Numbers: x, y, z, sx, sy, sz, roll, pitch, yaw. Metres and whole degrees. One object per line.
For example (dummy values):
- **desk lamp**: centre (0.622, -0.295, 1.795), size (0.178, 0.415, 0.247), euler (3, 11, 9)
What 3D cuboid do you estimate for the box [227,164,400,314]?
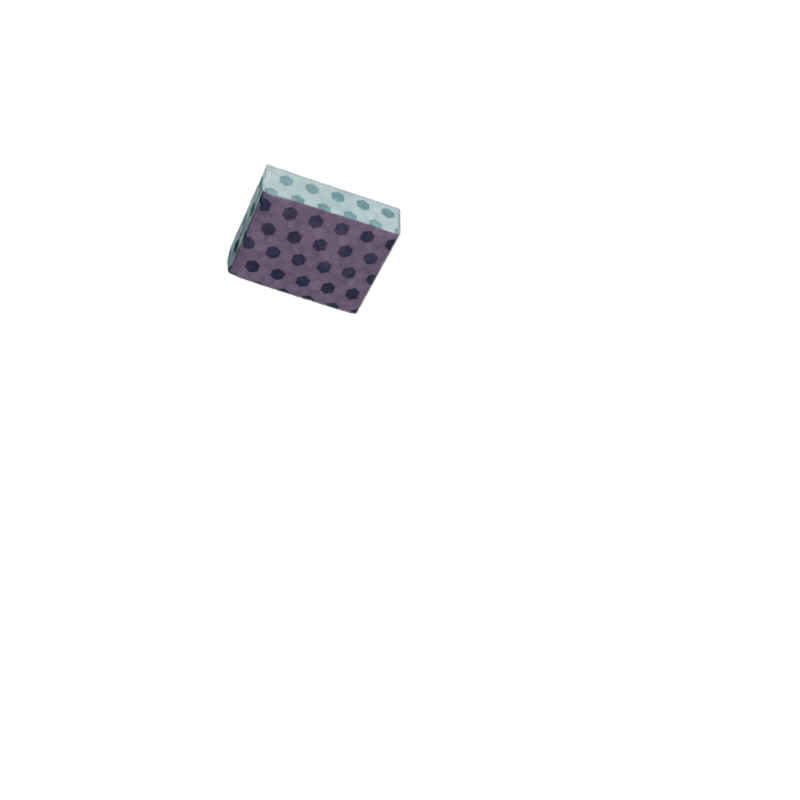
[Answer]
- **box**: centre (-0.067, -0.122, 0.857), size (0.110, 0.086, 0.042), euler (17, 39, -15)
